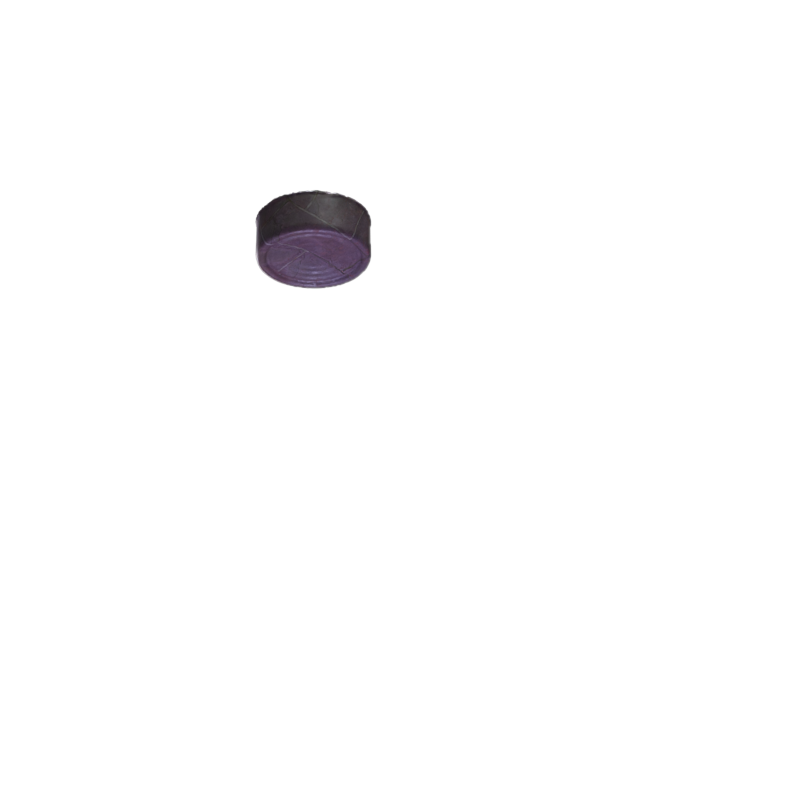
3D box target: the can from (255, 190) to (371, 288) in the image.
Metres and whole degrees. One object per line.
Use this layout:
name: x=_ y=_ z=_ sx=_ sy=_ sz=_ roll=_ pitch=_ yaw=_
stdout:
can: x=-0.064 y=-0.116 z=0.813 sx=0.086 sy=0.036 sz=0.081 roll=1 pitch=-27 yaw=-2
